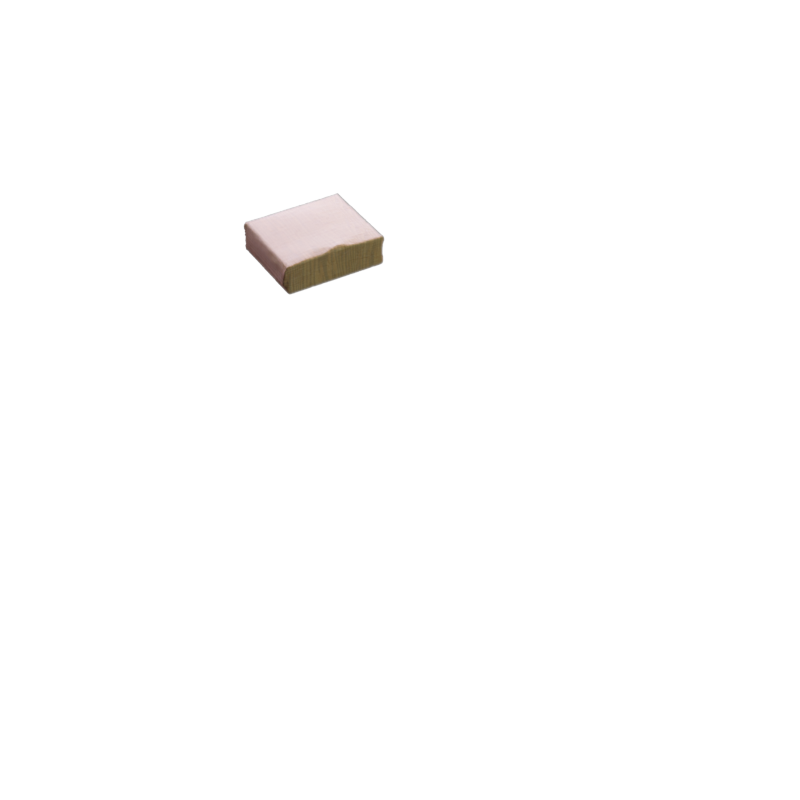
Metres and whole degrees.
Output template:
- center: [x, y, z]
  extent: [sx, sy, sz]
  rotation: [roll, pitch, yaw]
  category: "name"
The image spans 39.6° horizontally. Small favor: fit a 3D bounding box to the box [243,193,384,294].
- center: [-0.069, -0.125, 0.878]
  extent: [0.088, 0.028, 0.079]
  rotation: [-21, 44, -23]
  category: "box"
